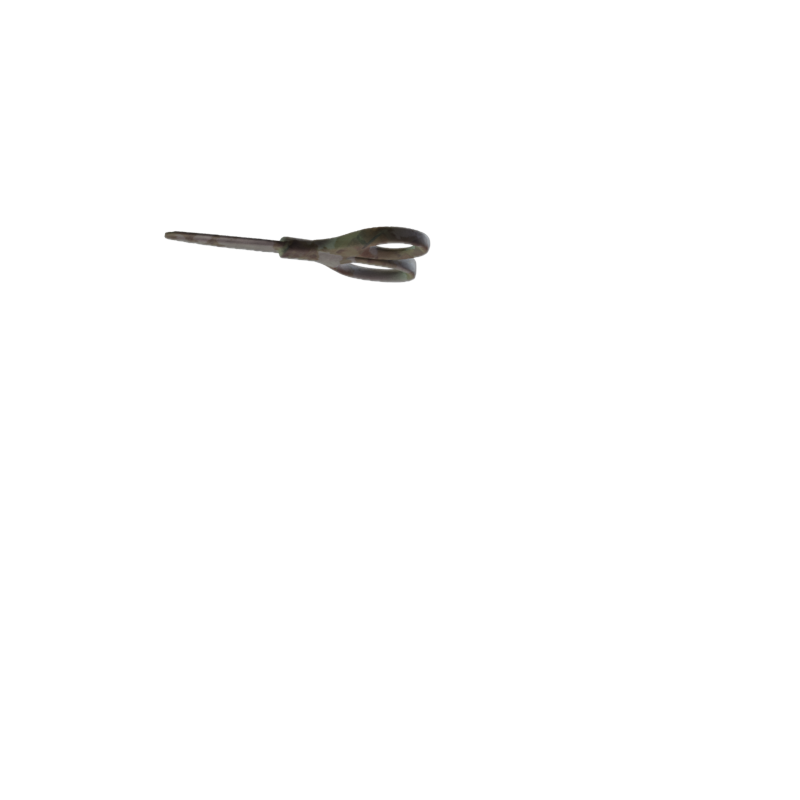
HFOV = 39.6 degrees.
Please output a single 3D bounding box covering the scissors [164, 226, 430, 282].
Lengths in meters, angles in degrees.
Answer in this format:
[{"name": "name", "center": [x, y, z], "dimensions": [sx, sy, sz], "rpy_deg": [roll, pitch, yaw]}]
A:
[{"name": "scissors", "center": [-0.065, -0.118, 0.829], "dimensions": [0.193, 0.016, 0.096], "rpy_deg": [9, -18, -30]}]
